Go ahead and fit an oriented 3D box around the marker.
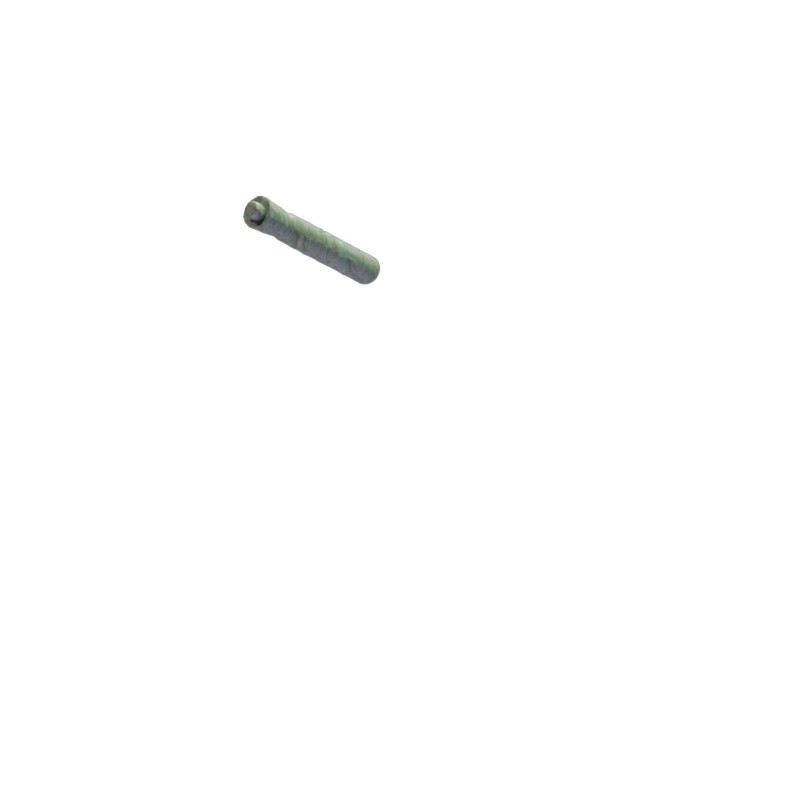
[{"bbox_3d":[-0.050,-0.092,0.641,0.020,0.020,0.114,3,-10,33],"label":"marker"}]
